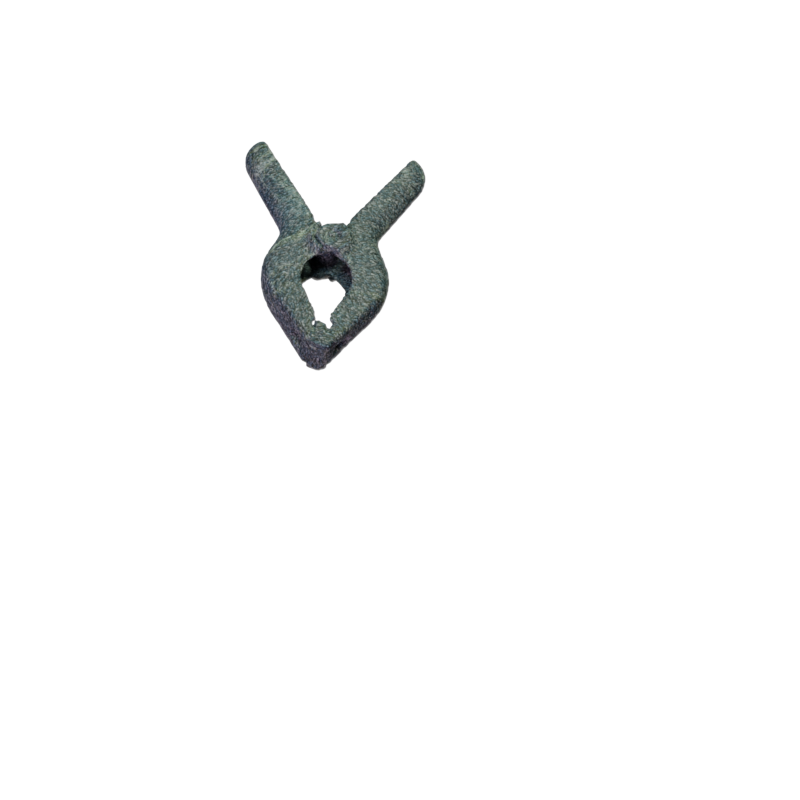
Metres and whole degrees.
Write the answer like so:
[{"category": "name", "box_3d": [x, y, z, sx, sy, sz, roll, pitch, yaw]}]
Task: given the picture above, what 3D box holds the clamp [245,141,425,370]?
[{"category": "clamp", "box_3d": [-0.055, -0.101, 0.705, 0.122, 0.181, 0.036, 9, -39, 7]}]
